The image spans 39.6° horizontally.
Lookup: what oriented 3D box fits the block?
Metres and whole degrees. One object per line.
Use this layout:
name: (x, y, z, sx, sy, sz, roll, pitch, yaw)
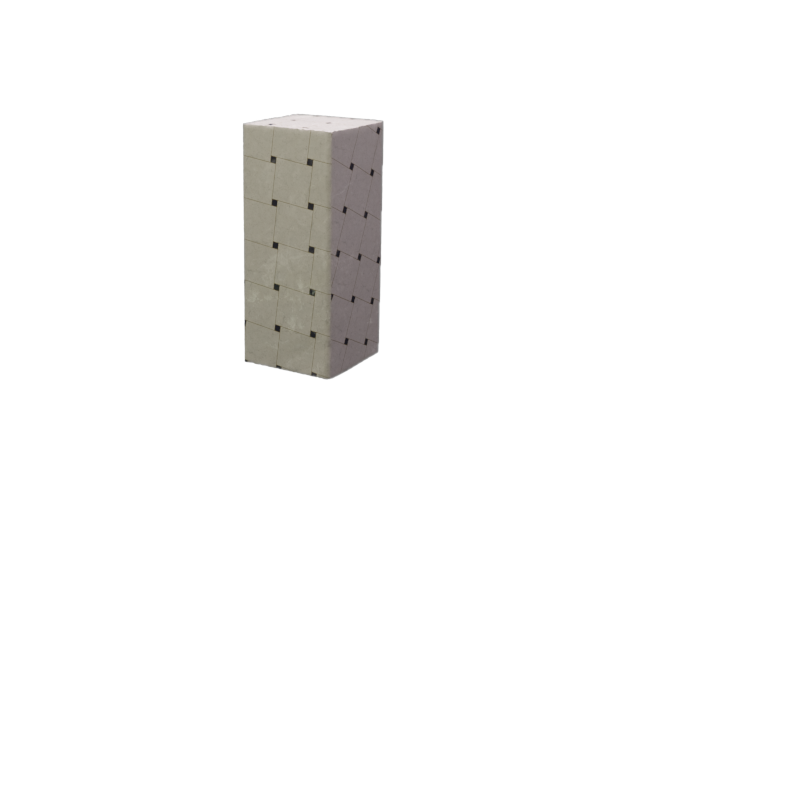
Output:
block: (-0.074, -0.135, 0.947, 0.095, 0.200, 0.089, 9, 17, 29)
